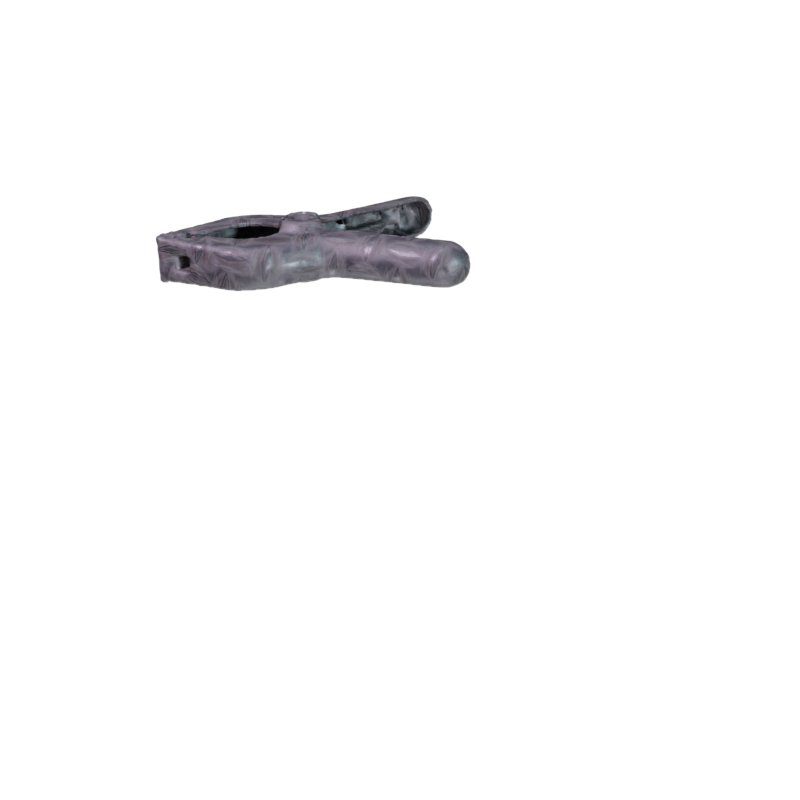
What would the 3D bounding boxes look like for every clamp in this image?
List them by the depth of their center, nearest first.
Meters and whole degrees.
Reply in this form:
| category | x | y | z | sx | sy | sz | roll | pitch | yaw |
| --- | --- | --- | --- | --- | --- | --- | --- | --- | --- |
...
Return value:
| category | x | y | z | sx | sy | sz | roll | pitch | yaw |
| --- | --- | --- | --- | --- | --- | --- | --- | --- | --- |
| clamp | -0.050 | -0.091 | 0.635 | 0.172 | 0.038 | 0.124 | 1 | 18 | 2 |
